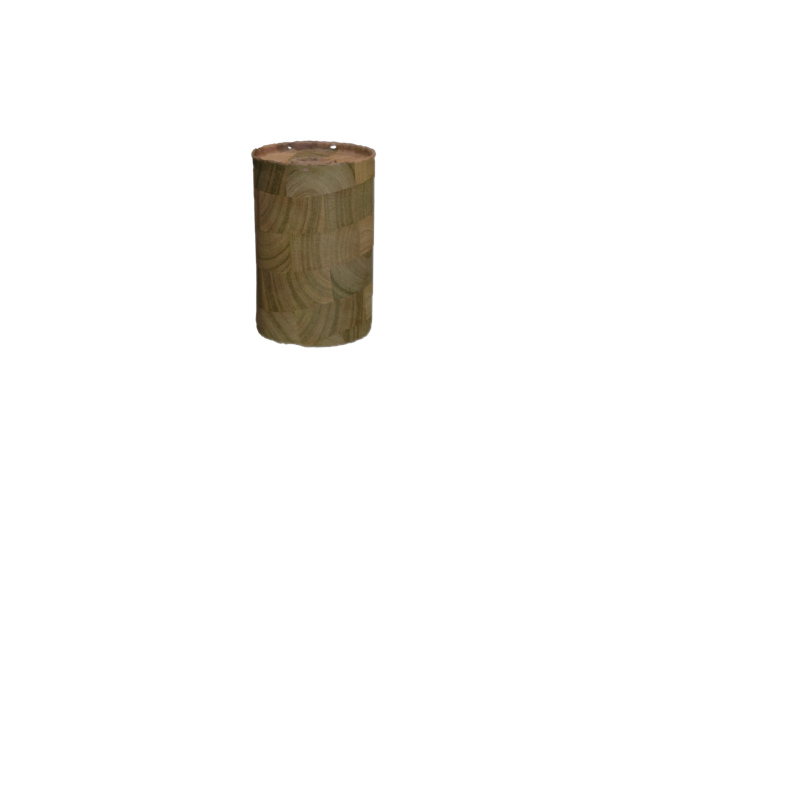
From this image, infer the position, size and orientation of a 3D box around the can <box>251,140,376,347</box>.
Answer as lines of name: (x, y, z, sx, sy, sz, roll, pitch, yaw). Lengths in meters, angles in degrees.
can: (-0.048, -0.088, 0.614, 0.068, 0.098, 0.071, 0, 18, -2)
